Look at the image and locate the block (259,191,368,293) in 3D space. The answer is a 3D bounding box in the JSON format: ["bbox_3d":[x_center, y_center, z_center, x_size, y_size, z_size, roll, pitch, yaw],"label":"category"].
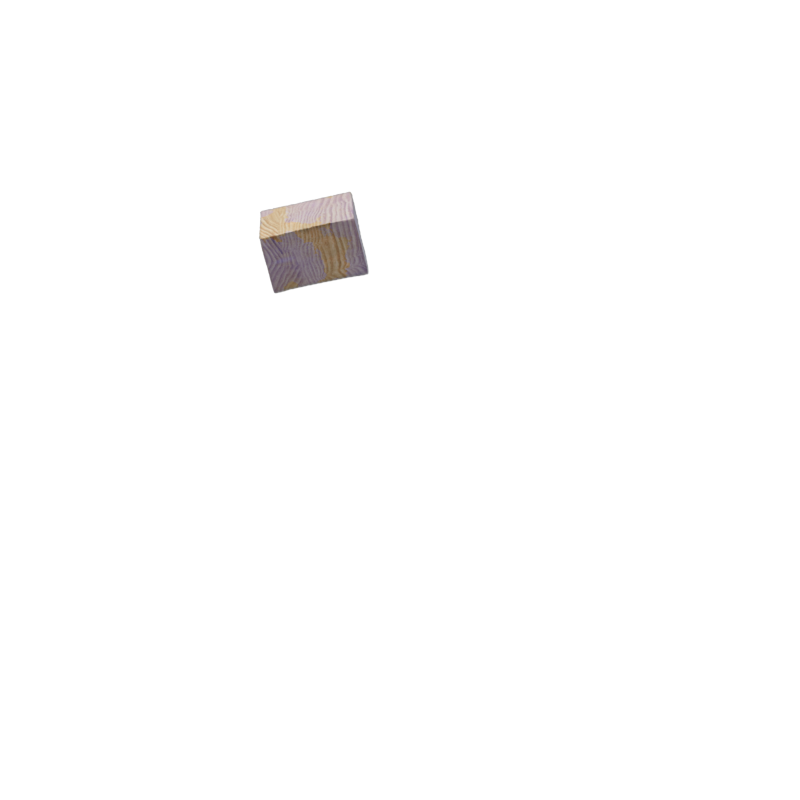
[{"bbox_3d":[-0.069,-0.126,0.880,0.078,0.049,0.054,-11,30,5],"label":"block"}]
